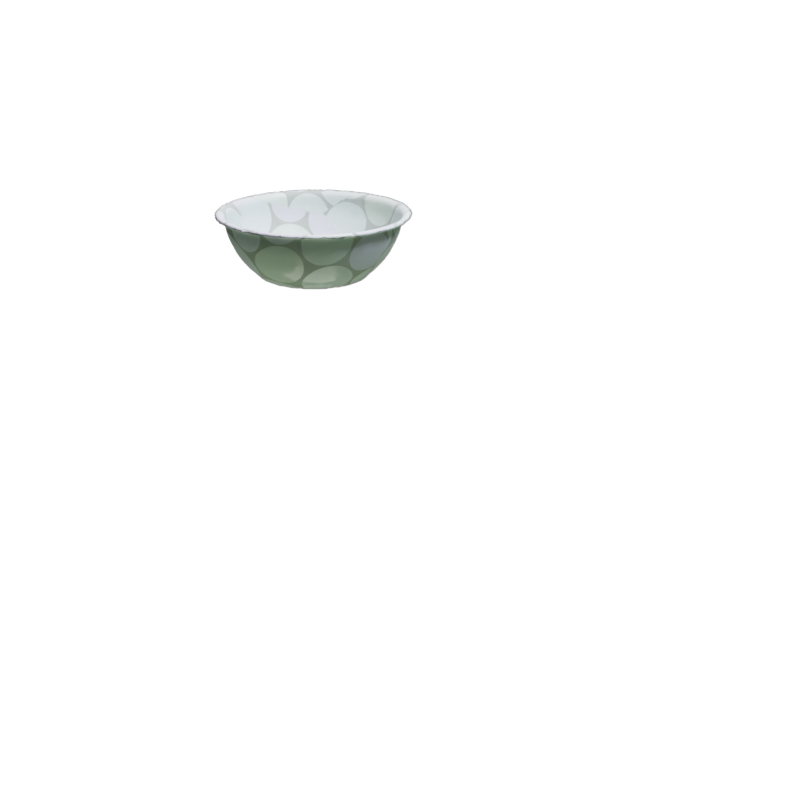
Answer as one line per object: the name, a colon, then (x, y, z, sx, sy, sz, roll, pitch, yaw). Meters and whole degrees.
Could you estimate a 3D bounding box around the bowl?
bowl: (-0.072, -0.131, 0.916, 0.162, 0.053, 0.169, -1, 22, -2)
